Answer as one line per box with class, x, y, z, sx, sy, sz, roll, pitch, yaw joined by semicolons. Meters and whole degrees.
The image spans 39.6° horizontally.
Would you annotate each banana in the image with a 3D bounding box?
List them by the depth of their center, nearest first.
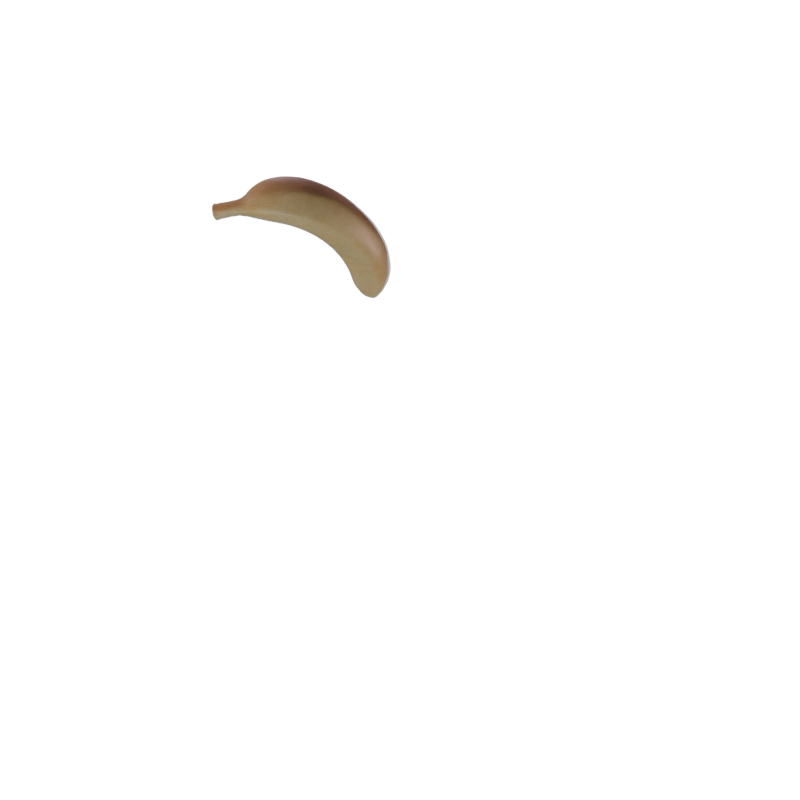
banana;-0.056;-0.131;0.866;0.070;0.039;0.185;-18;-28;35
